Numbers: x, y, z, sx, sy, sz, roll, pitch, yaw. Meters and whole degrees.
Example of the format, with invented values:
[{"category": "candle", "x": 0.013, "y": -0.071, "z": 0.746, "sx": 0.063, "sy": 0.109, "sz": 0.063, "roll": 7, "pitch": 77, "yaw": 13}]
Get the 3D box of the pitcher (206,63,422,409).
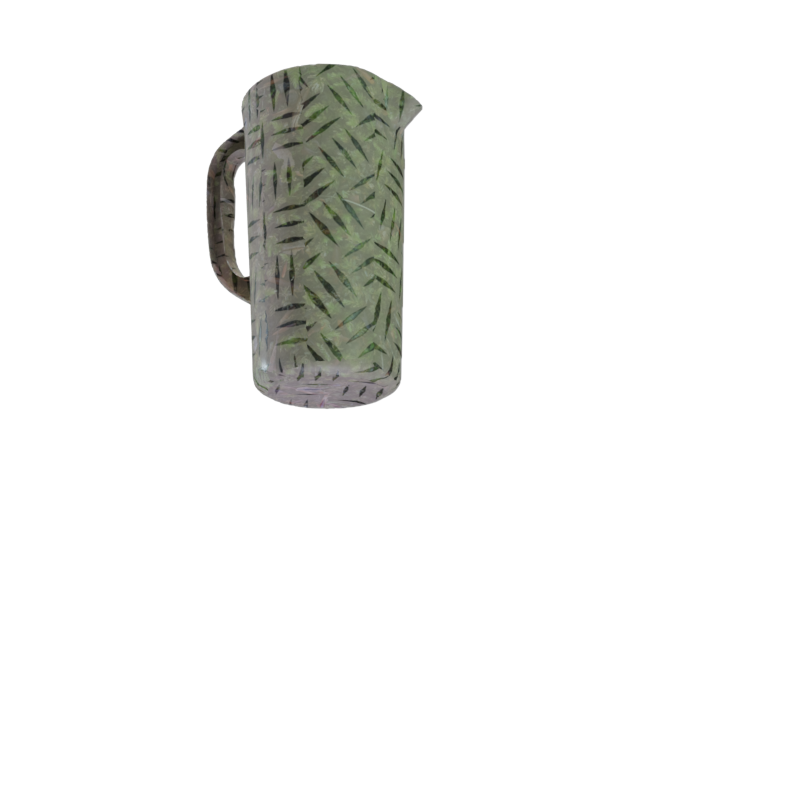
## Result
[{"category": "pitcher", "x": -0.067, "y": -0.121, "z": 0.851, "sx": 0.141, "sy": 0.255, "sz": 0.146, "roll": 6, "pitch": -22, "yaw": -19}]
